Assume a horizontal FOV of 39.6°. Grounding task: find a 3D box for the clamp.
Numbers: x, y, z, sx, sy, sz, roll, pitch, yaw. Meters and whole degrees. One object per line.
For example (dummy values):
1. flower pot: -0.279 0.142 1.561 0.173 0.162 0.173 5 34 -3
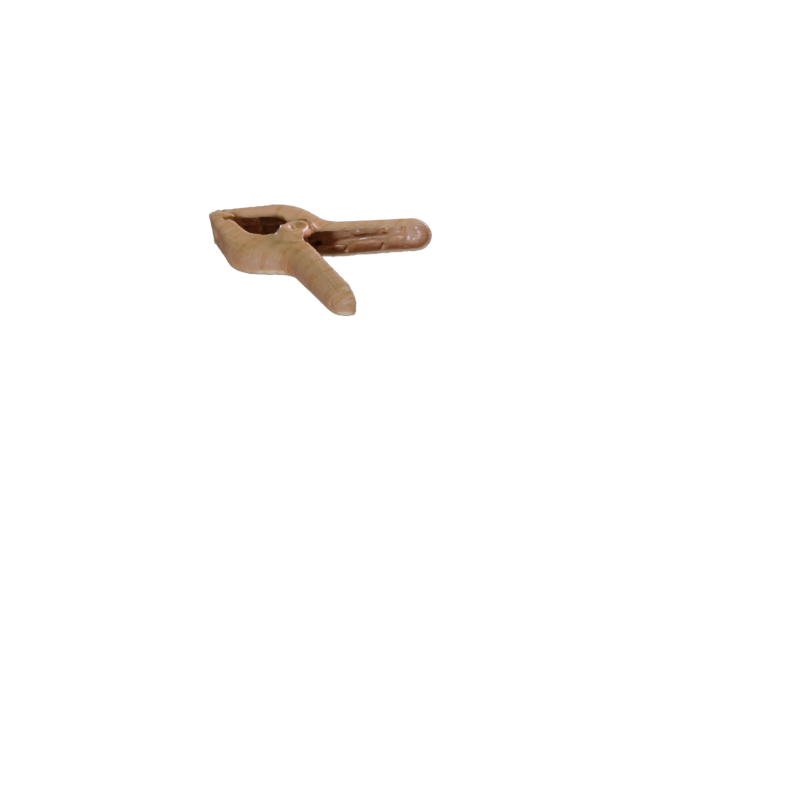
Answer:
1. clamp: -0.065 -0.119 0.835 0.182 0.037 0.120 25 39 34
